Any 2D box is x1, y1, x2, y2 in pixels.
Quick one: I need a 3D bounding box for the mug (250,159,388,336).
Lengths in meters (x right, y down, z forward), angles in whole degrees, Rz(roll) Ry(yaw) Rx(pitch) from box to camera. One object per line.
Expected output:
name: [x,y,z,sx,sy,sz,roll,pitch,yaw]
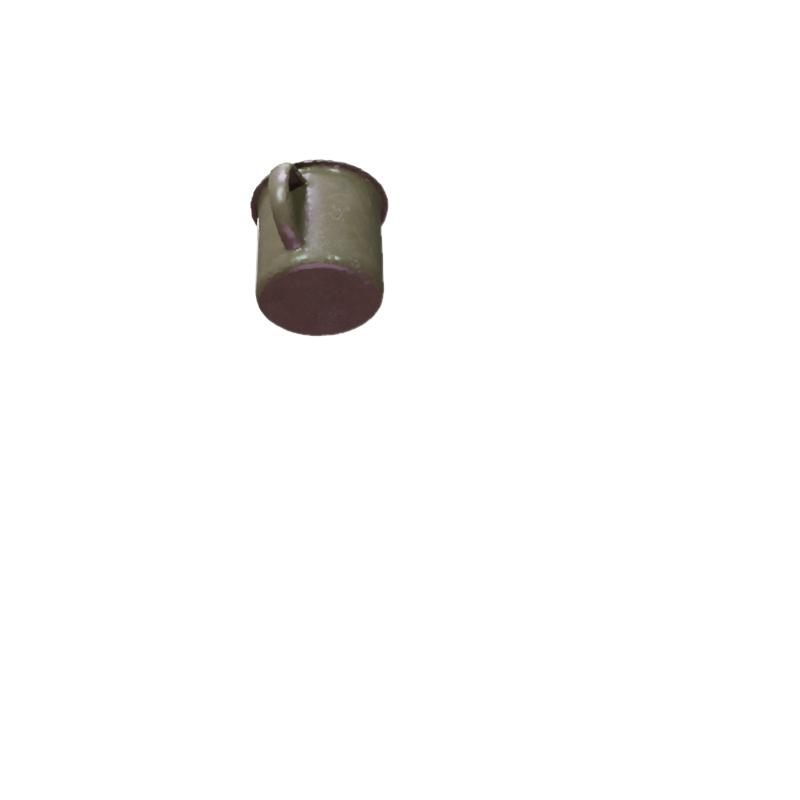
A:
mug: [-0.056,-0.102,0.712,0.094,0.087,0.108,-11,-37,13]
